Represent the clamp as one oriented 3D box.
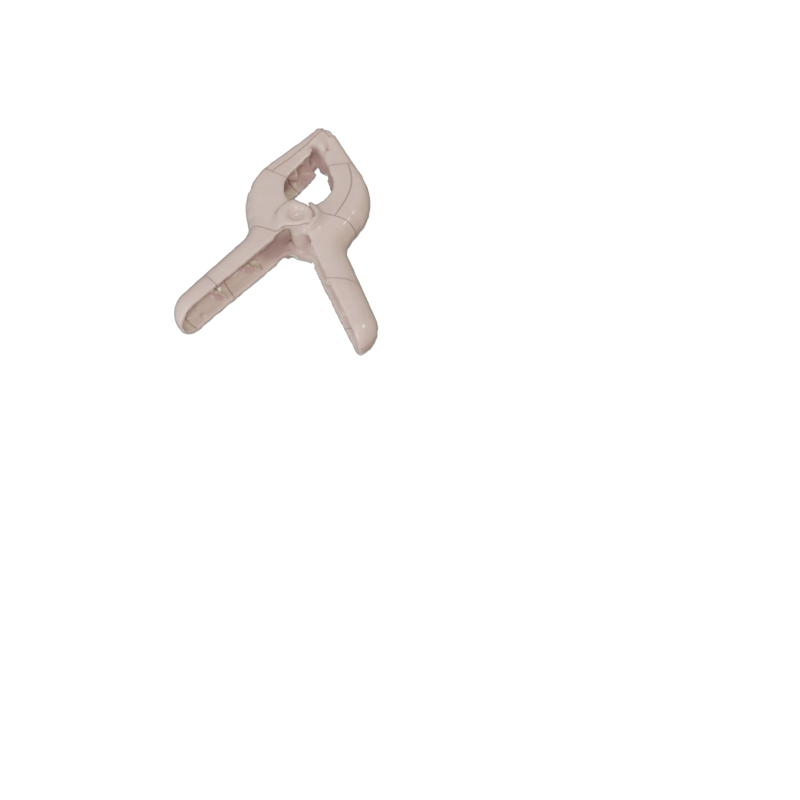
[{"bbox_3d":[-0.054,-0.098,0.685,0.123,0.179,0.037,16,-33,10],"label":"clamp"}]
